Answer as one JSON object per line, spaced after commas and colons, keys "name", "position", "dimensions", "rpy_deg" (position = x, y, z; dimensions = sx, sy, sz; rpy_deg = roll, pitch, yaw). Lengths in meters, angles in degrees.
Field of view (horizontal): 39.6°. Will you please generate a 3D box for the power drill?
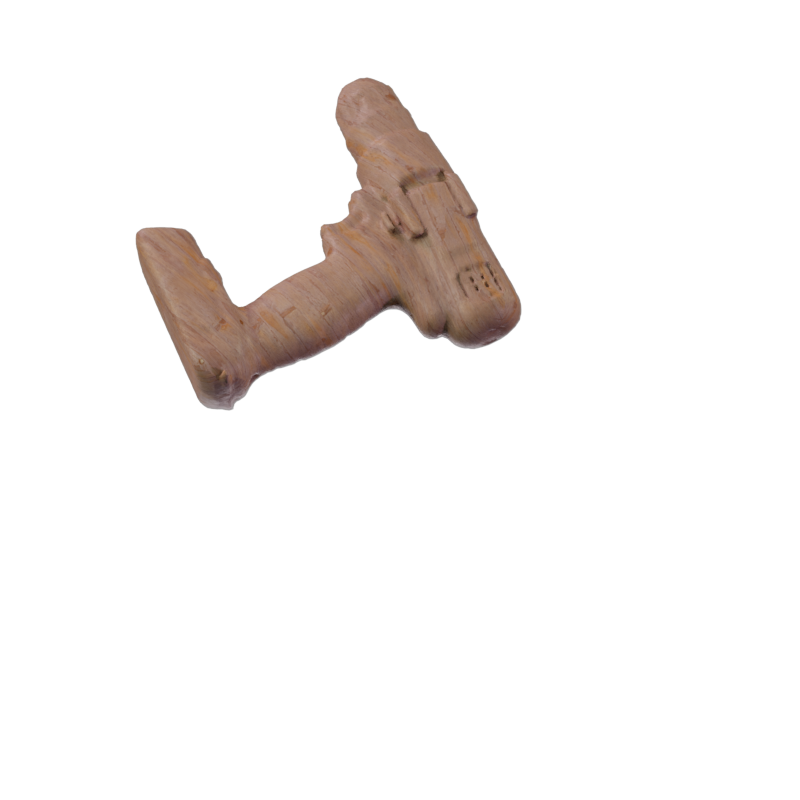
{"name": "power drill", "position": [-0.049, -0.089, 0.626], "dimensions": [0.187, 0.197, 0.054], "rpy_deg": [-22, -26, -12]}
